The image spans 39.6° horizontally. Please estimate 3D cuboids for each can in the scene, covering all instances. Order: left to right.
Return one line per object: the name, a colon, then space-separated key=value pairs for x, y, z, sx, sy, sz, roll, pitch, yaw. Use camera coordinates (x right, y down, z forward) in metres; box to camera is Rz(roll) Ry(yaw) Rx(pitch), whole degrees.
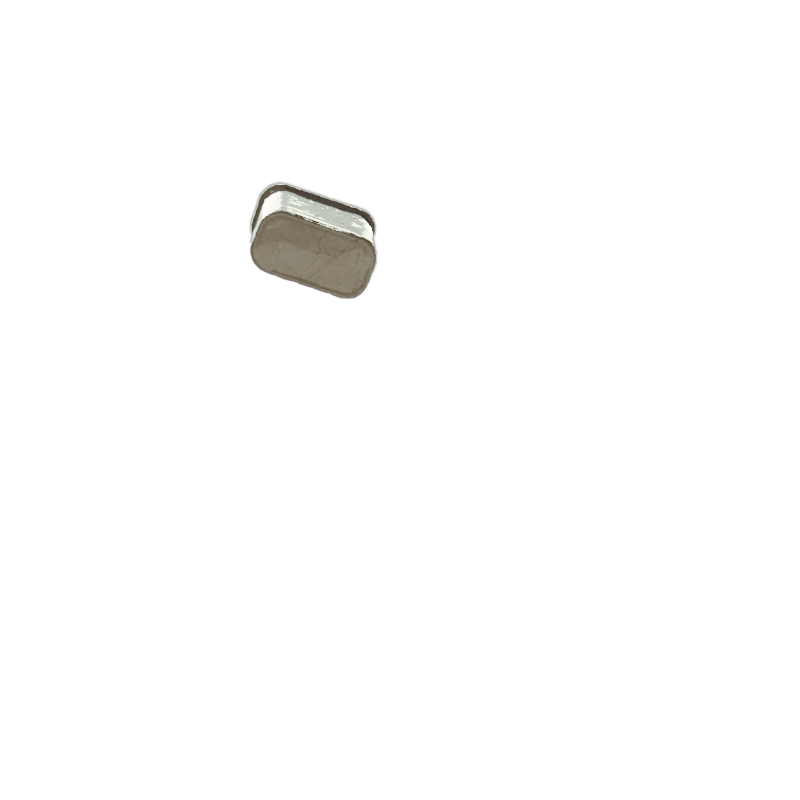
can: x=-0.070 y=-0.127 z=0.892 sx=0.101 sy=0.056 sz=0.088 roll=17 pitch=20 yaw=-8
